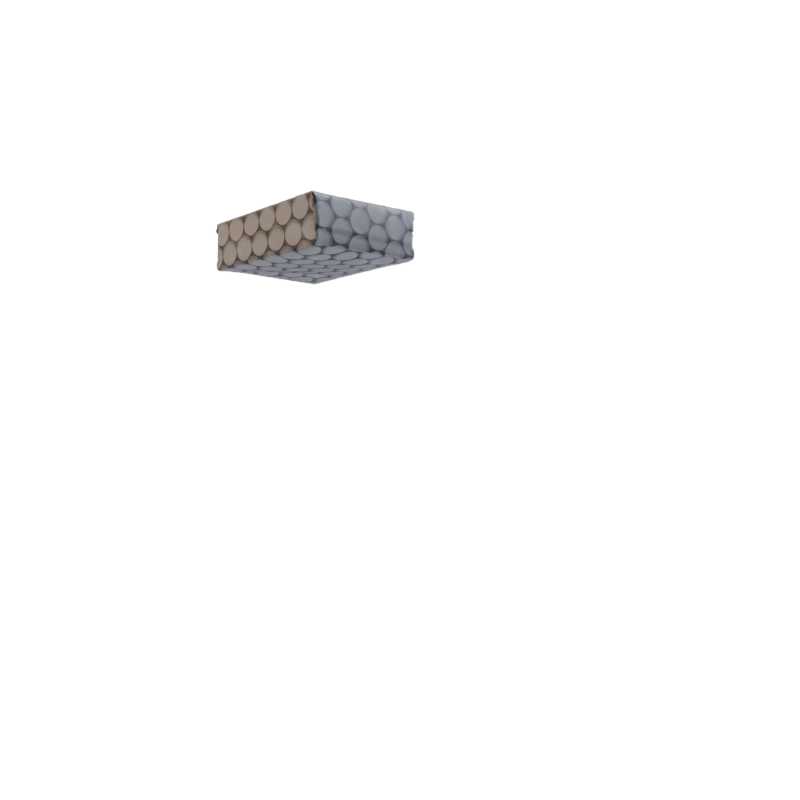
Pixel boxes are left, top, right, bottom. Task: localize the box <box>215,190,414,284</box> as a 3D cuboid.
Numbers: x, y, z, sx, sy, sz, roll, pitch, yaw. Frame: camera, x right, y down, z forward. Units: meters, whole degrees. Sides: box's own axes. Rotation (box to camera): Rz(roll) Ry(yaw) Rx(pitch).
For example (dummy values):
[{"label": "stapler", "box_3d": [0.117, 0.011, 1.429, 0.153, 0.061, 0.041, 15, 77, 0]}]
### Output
[{"label": "box", "box_3d": [-0.060, -0.109, 0.763, 0.086, 0.040, 0.117, 4, -5, -41]}]
